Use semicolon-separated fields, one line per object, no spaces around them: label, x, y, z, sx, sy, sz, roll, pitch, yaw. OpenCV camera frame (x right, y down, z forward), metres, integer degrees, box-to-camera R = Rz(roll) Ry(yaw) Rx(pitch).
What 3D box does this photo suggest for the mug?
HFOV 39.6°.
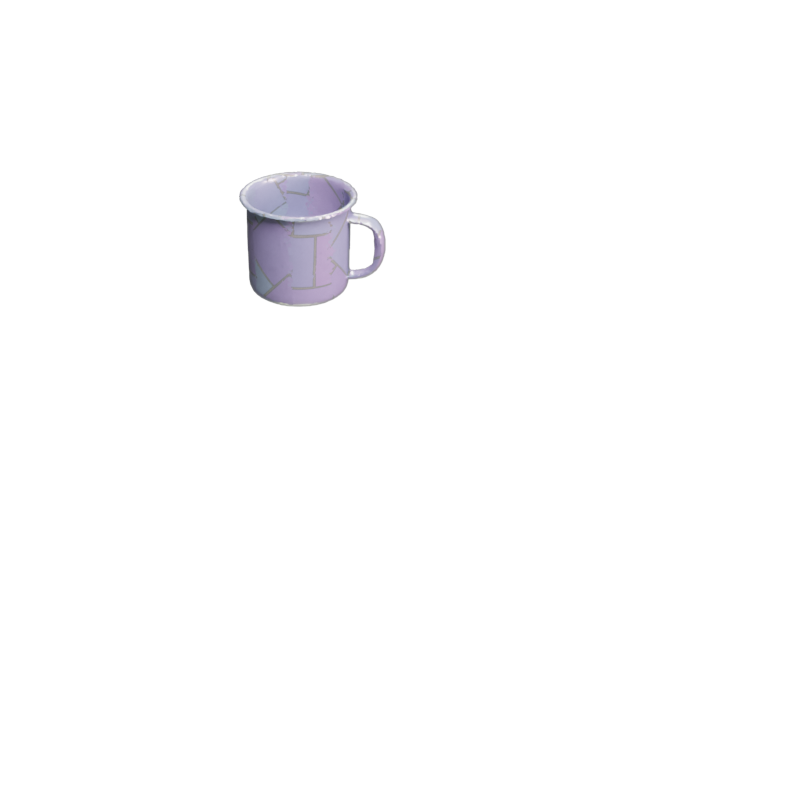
mug;-0.069;-0.126;0.884;0.119;0.077;0.097;6;31;9
